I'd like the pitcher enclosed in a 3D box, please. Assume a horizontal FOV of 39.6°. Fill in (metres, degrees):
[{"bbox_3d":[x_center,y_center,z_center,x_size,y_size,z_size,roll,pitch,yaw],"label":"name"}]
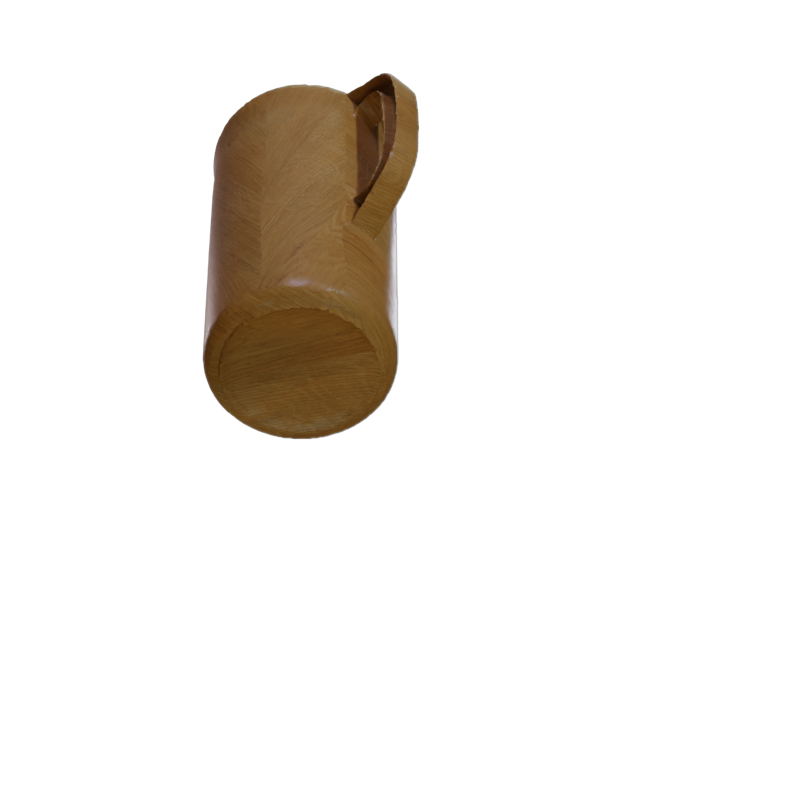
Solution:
[{"bbox_3d":[-0.055,-0.099,0.697,0.145,0.139,0.260,-5,36,0],"label":"pitcher"}]
